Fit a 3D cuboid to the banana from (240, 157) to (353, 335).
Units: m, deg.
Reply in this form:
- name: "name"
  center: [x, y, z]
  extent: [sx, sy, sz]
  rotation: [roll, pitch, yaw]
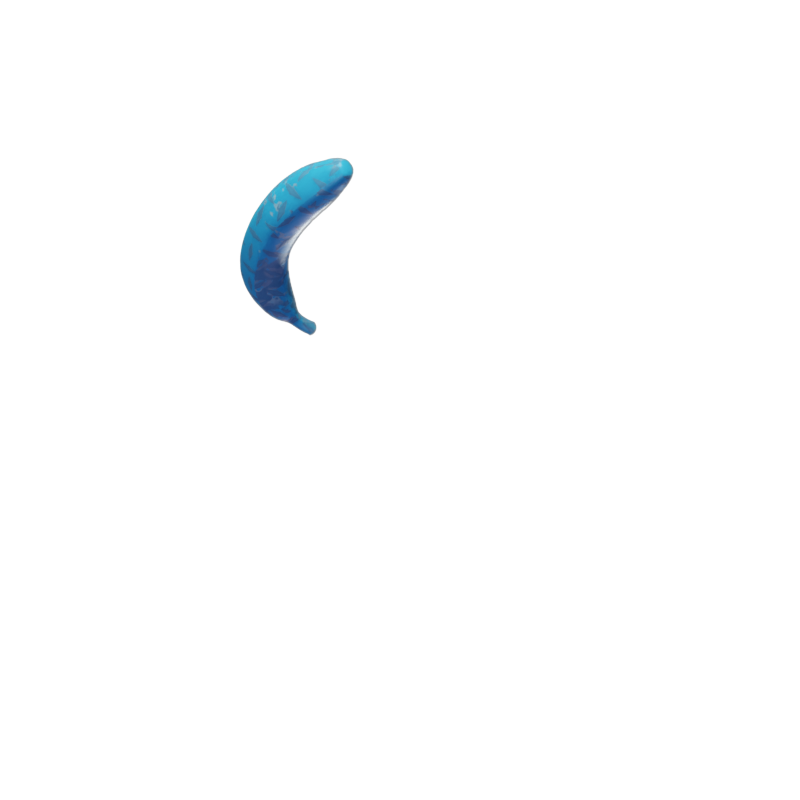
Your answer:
- name: "banana"
  center: [-0.084, -0.119, 0.838]
  extent: [0.069, 0.039, 0.187]
  rotation: [6, -34, -10]
